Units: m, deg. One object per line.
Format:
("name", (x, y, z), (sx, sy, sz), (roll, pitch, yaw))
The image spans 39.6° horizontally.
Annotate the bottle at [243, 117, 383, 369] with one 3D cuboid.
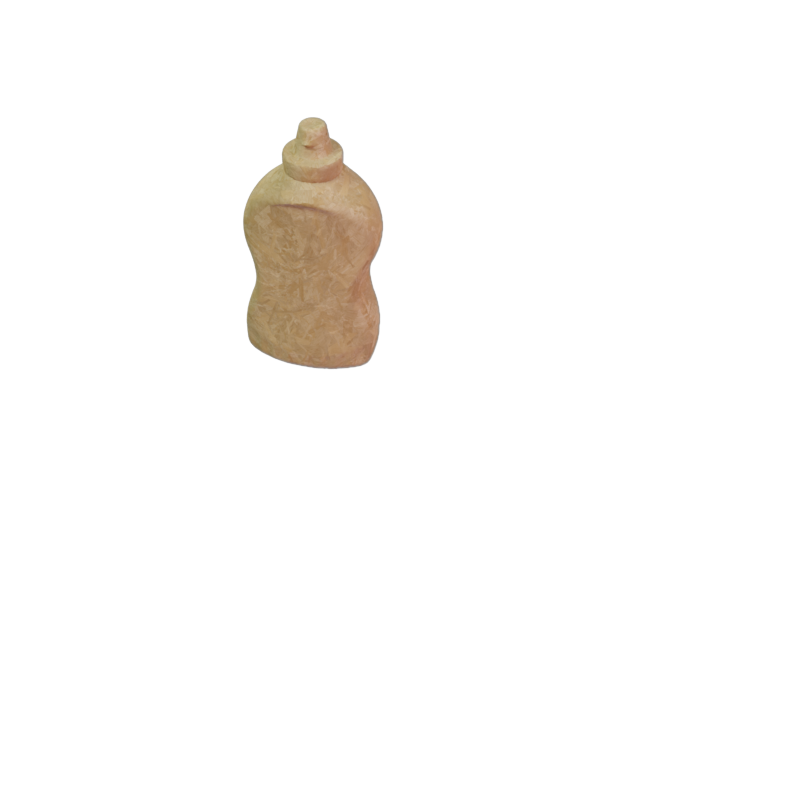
("bottle", (-0.061, -0.110, 0.774), (0.098, 0.179, 0.061), (12, 40, 11))
